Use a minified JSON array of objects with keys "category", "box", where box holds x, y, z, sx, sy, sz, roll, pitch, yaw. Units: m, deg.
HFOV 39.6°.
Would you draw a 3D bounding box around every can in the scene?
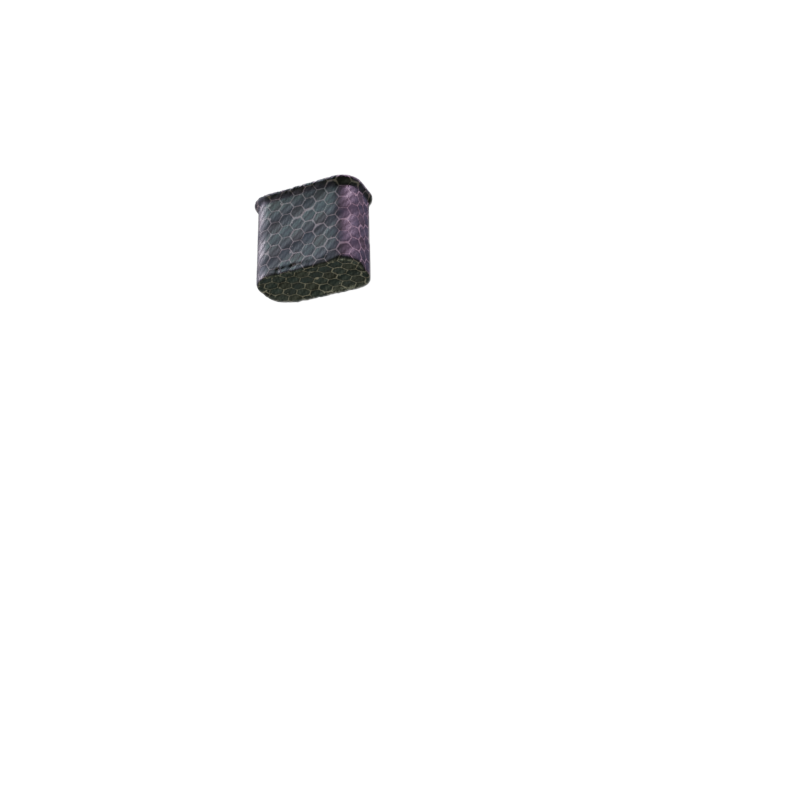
[{"category":"can","box":[-0.075,-0.136,0.954,0.103,0.089,0.053,-12,-30,21]}]
